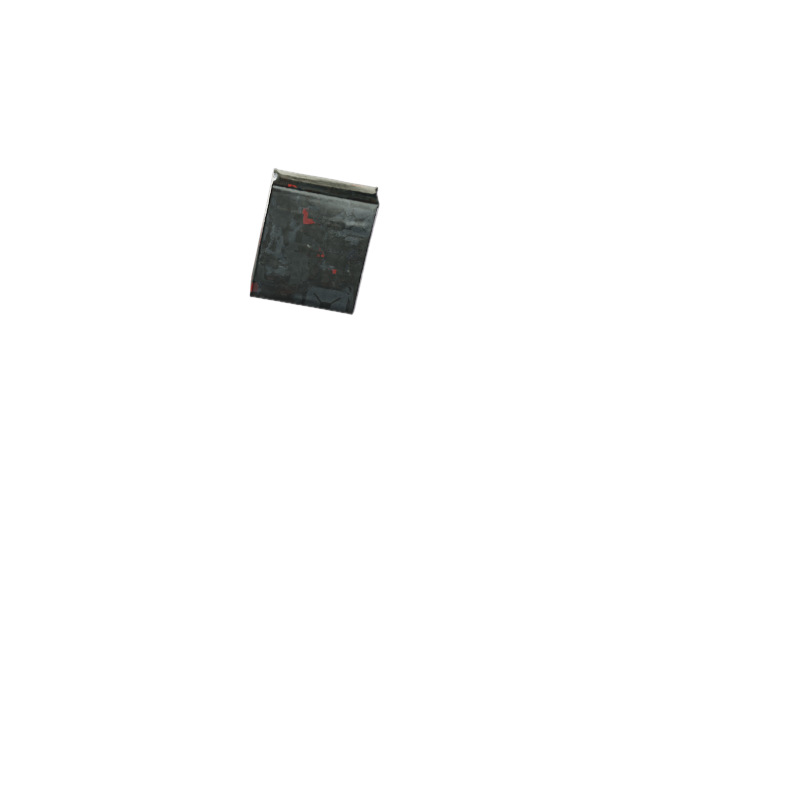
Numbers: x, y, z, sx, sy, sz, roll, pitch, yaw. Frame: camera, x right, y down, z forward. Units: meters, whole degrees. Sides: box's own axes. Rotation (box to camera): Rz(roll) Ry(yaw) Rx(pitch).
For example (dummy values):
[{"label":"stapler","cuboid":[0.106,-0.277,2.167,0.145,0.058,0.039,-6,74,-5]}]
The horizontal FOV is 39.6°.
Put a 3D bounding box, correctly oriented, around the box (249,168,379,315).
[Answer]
[{"label":"box","cuboid":[-0.059,-0.107,0.749,0.072,0.085,0.032,10,27,-6]}]
